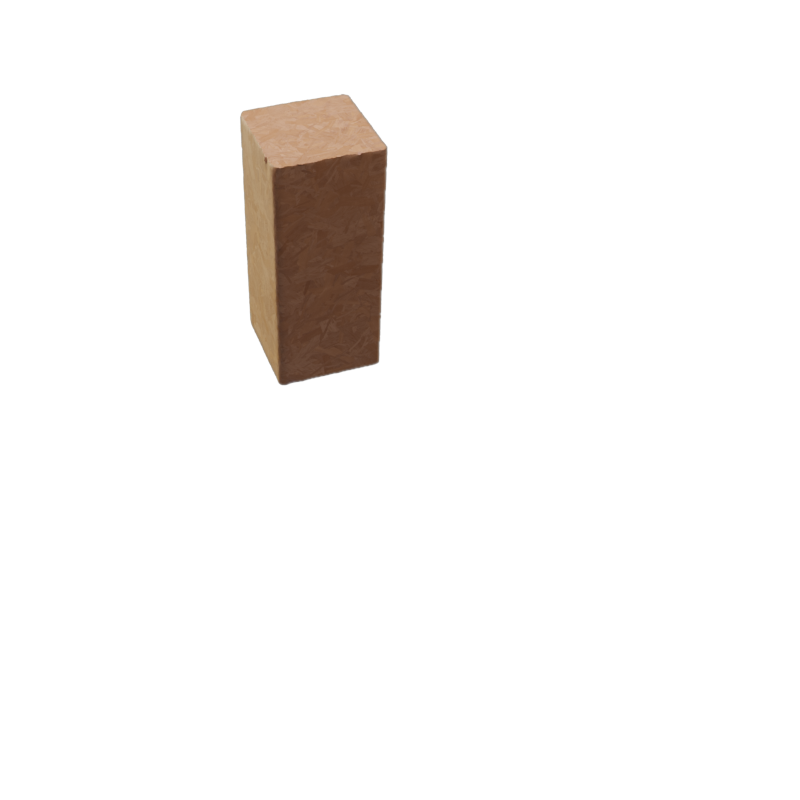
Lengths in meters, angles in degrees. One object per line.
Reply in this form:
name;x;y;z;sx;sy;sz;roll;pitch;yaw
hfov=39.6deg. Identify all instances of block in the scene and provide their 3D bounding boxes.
block;-0.069;-0.125;0.877;0.089;0.192;0.098;-12;41;-17
